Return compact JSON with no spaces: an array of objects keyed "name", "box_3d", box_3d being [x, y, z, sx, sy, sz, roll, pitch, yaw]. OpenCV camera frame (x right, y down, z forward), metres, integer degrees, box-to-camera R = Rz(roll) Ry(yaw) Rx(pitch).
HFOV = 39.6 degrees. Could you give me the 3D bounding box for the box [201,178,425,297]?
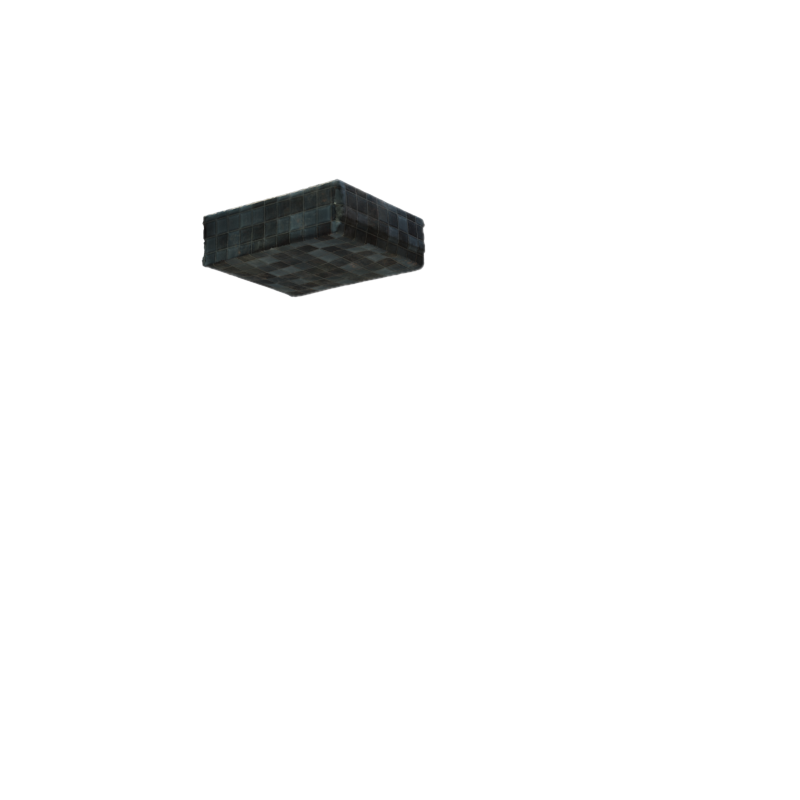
[{"name":"box","box_3d":[-0.055,-0.100,0.697,0.116,0.040,0.084,-10,-17,36]}]
